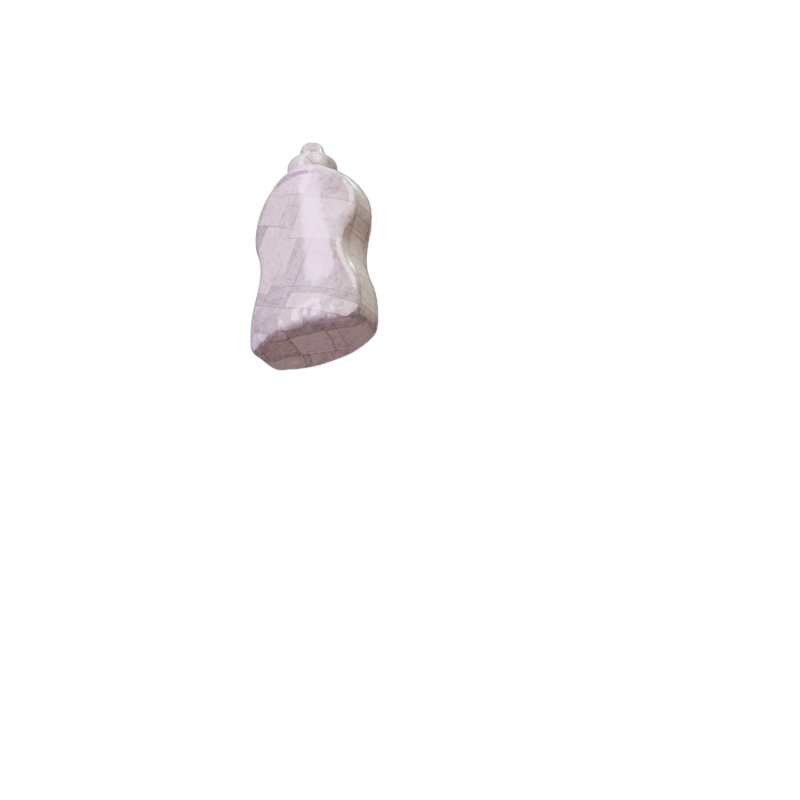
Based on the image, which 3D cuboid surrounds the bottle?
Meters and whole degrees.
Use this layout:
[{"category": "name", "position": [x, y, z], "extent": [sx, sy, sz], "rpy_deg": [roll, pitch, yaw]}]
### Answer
[{"category": "bottle", "position": [-0.067, -0.123, 0.857], "extent": [0.097, 0.205, 0.054], "rpy_deg": [-22, -39, 26]}]
